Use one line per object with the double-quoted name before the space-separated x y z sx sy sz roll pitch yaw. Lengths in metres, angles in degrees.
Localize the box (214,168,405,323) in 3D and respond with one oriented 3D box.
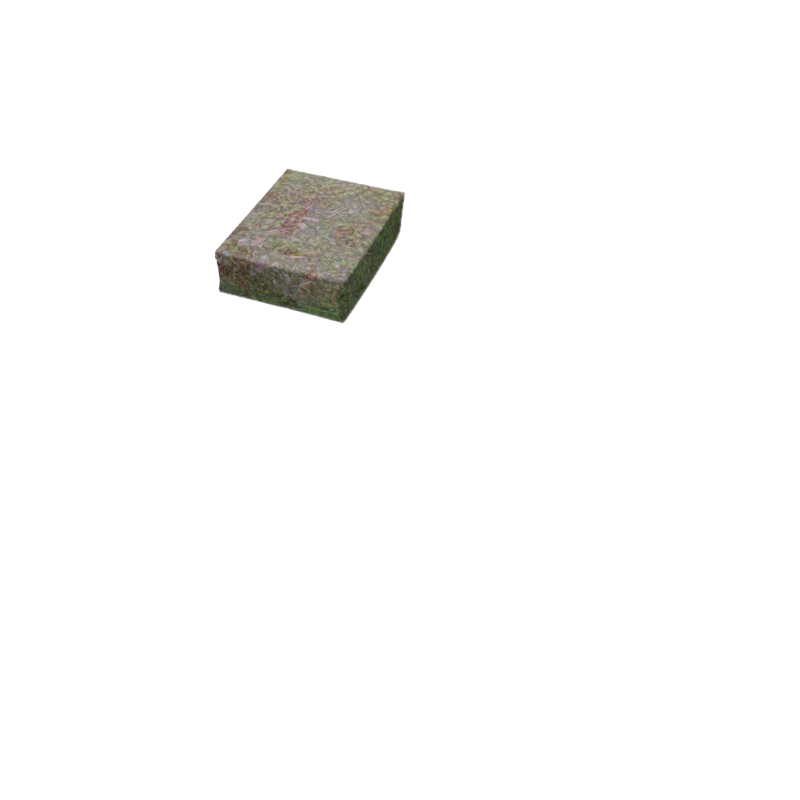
"box" -0.057 -0.105 0.733 0.093 0.036 0.118 14 40 16
